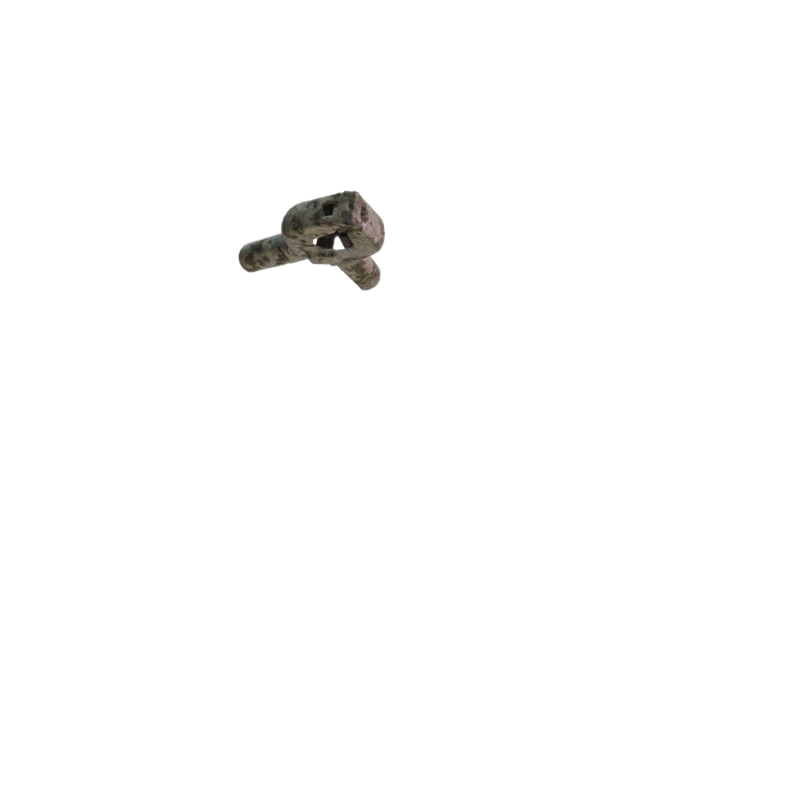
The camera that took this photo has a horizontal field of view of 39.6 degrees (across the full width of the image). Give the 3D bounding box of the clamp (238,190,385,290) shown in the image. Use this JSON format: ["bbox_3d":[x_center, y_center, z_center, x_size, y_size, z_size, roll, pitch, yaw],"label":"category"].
[{"bbox_3d":[-0.068,-0.124,0.872,0.119,0.041,0.165,1,-14,-5],"label":"clamp"}]
